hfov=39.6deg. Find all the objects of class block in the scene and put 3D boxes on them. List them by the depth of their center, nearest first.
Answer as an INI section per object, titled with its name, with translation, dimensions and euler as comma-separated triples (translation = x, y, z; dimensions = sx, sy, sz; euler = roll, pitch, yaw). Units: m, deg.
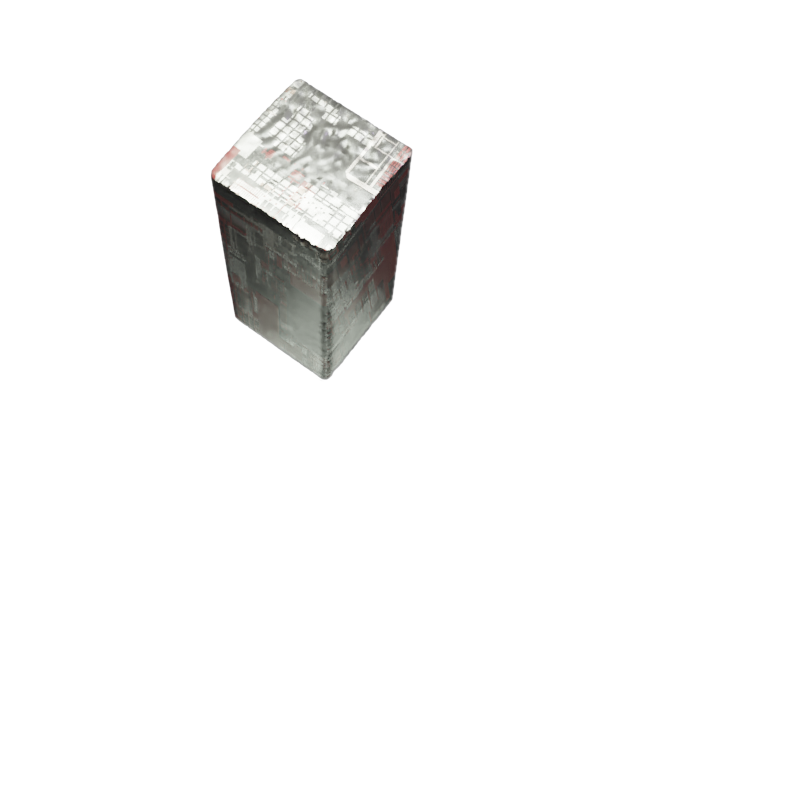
[block]
translation = -0.059, -0.106, 0.745
dimensions = 0.094, 0.092, 0.196
euler = 35, -20, 10
